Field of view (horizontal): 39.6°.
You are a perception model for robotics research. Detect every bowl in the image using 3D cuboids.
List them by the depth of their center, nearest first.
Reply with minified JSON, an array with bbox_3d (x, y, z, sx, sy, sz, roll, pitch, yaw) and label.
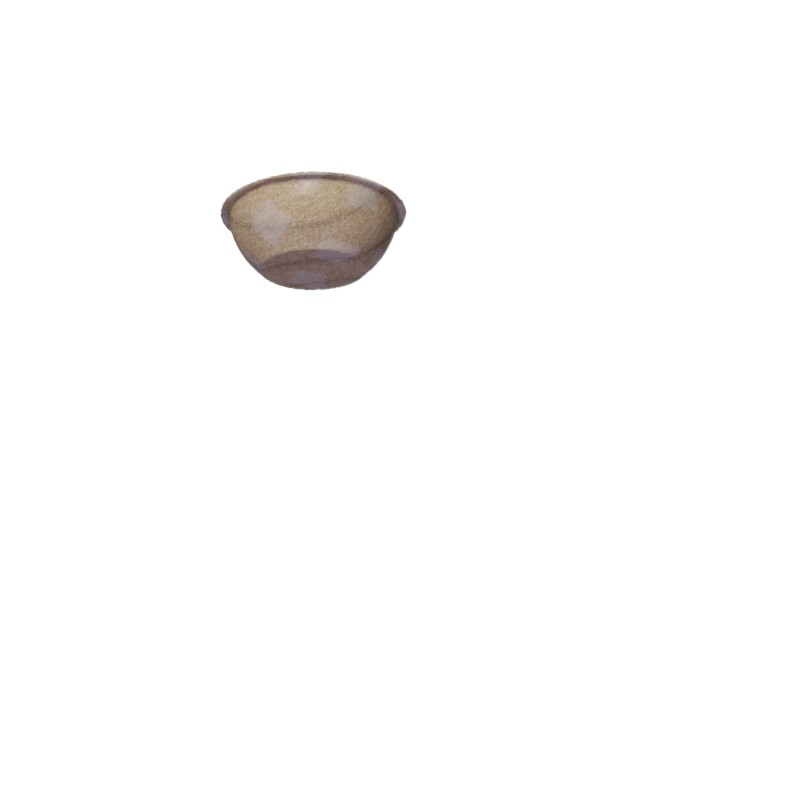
[{"bbox_3d":[-0.075,-0.137,0.956,0.162,0.058,0.155,0,-18,-2],"label":"bowl"}]
